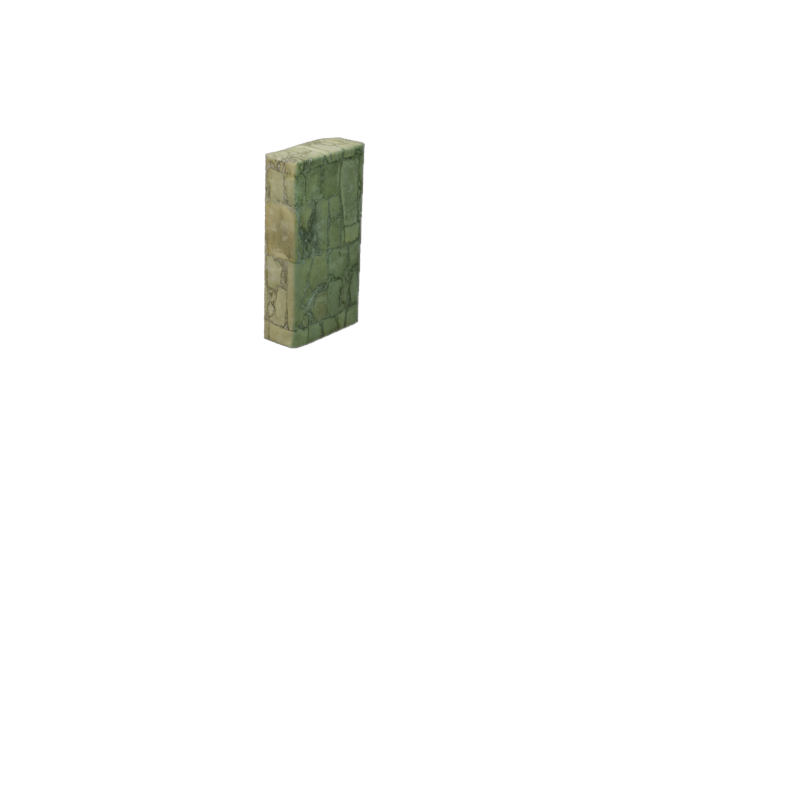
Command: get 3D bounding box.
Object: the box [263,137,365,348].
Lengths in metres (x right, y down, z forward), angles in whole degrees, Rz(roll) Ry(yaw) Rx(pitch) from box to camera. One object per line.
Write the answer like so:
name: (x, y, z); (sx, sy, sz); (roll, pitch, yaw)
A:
box: (-0.078, -0.142, 0.996); (0.051, 0.169, 0.092); (16, 25, 36)
